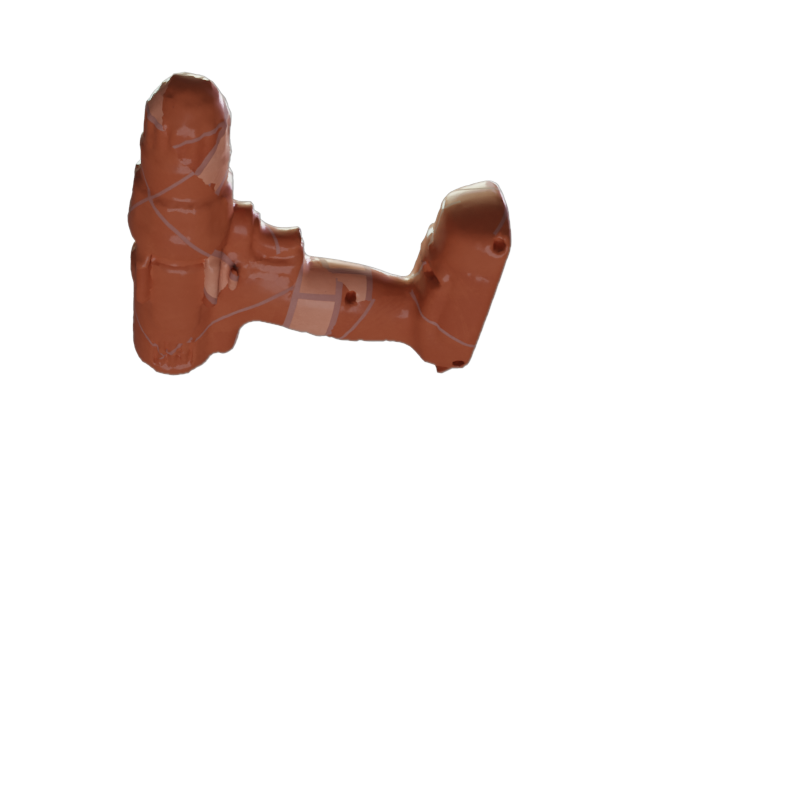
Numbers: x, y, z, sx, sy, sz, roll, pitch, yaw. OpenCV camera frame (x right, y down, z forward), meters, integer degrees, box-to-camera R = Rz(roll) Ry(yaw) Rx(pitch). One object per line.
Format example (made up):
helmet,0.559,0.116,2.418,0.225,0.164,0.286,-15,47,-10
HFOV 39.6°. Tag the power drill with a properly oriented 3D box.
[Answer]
power drill,-0.044,-0.081,0.564,0.186,0.062,0.173,6,-42,-7
